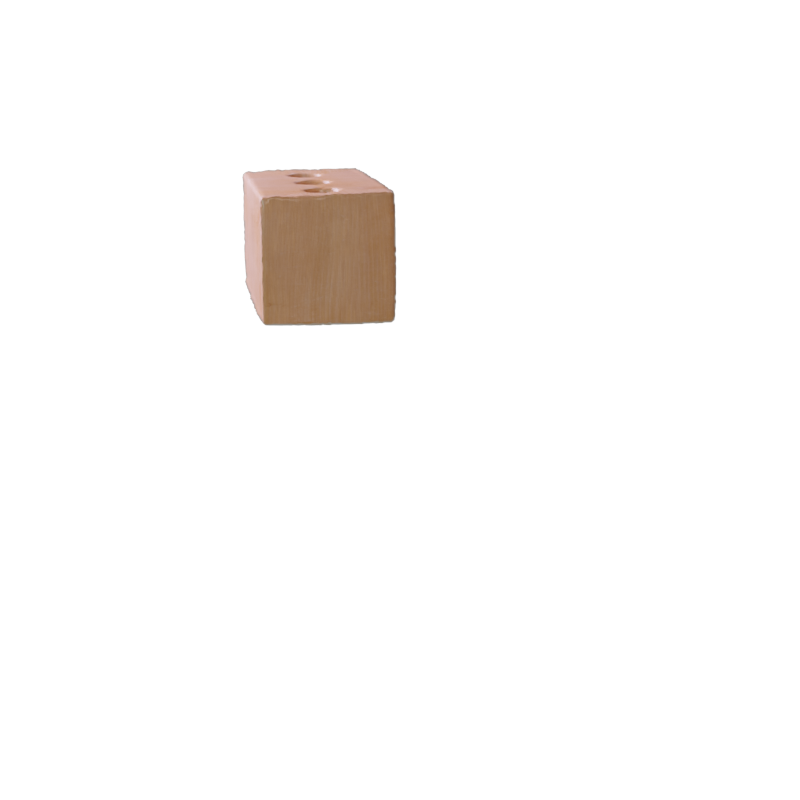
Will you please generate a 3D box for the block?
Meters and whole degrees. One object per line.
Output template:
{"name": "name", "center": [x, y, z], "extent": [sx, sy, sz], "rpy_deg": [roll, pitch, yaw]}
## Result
{"name": "block", "center": [-0.036, -0.065, 0.455], "extent": [0.052, 0.050, 0.082], "rpy_deg": [-3, 17, -12]}
